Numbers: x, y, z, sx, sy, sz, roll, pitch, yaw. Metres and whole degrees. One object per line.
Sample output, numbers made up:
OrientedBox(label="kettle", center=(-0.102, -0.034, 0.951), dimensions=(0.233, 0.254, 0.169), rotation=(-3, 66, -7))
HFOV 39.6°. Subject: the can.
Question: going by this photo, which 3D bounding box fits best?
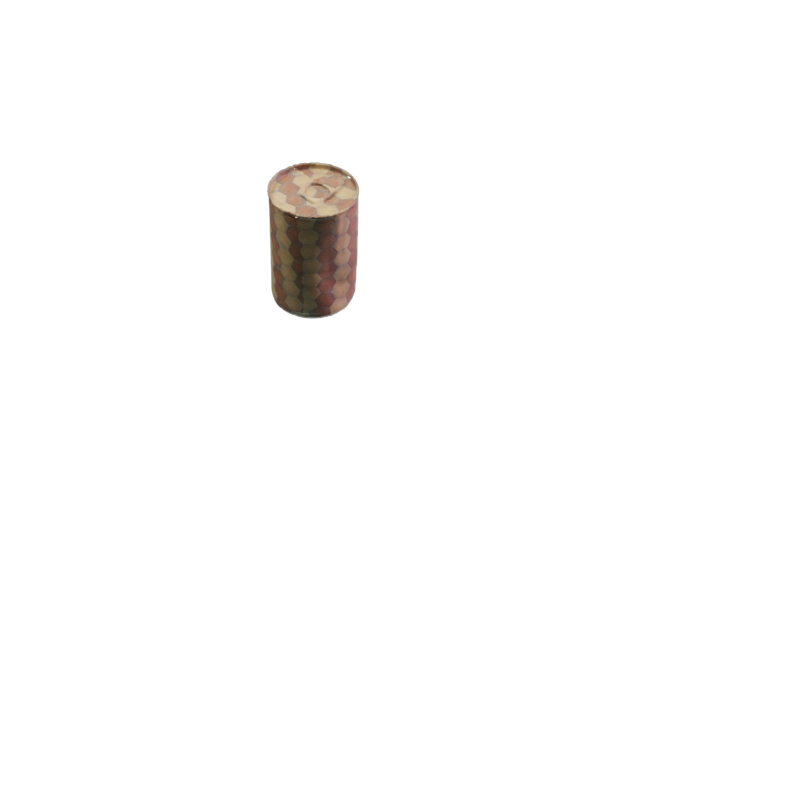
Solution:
OrientedBox(label="can", center=(-0.066, -0.121, 0.848), dimensions=(0.068, 0.095, 0.074), rotation=(0, 43, -3))
